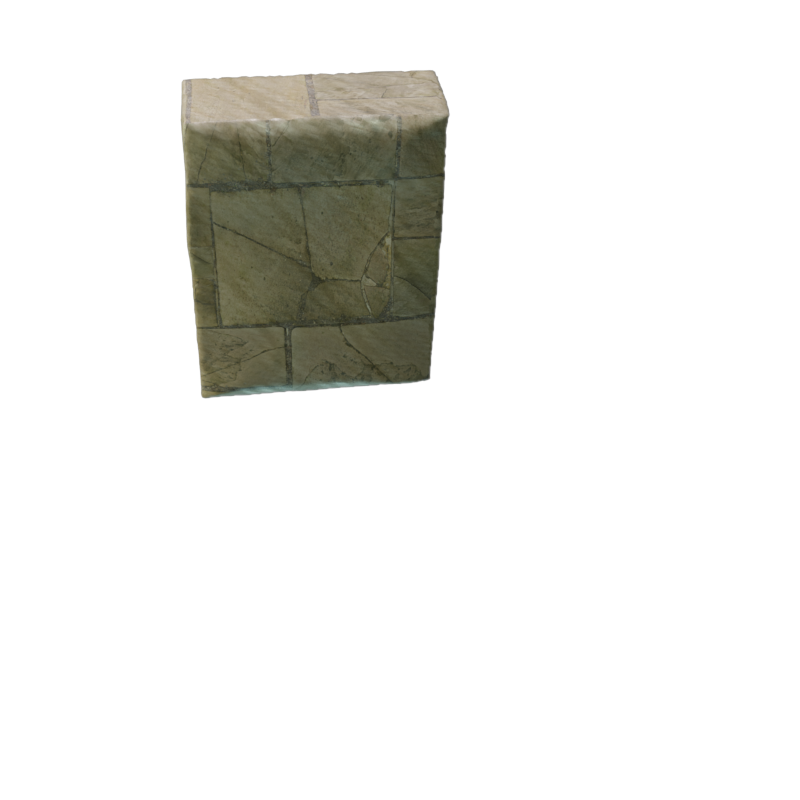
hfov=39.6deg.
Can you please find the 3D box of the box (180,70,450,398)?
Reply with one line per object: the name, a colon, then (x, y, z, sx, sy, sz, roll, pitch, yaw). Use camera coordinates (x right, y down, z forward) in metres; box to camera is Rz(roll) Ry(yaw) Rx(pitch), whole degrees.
box: (-0.057, -0.105, 0.734, 0.163, 0.200, 0.077, -3, 37, -6)
